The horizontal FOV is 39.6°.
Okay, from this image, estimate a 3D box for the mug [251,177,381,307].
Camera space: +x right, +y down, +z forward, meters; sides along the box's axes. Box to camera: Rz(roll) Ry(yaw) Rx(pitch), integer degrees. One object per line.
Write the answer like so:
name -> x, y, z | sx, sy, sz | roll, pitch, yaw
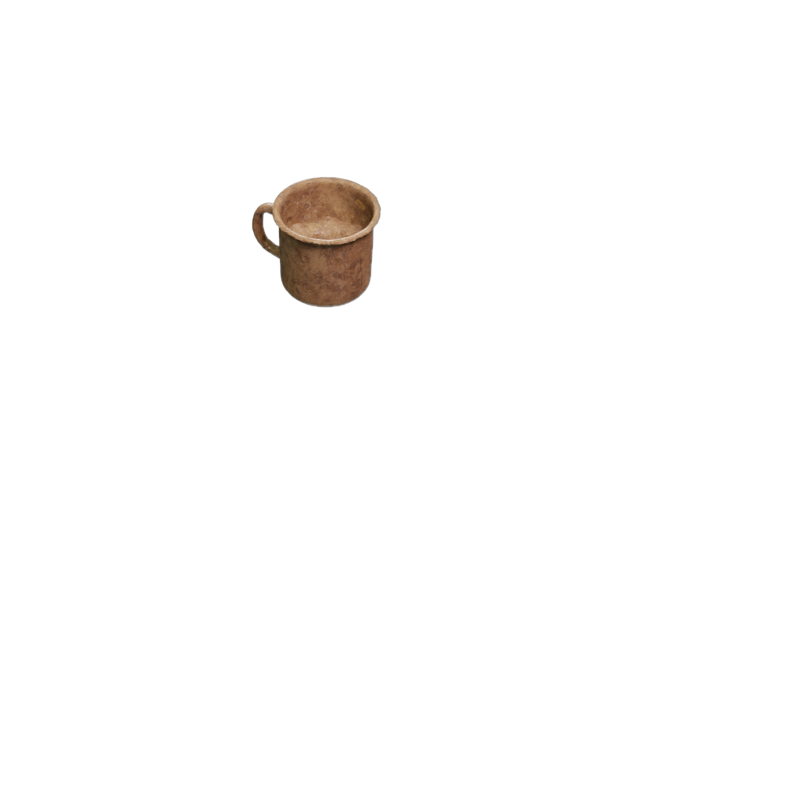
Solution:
mug -> -0.076, -0.139, 0.972 | 0.120, 0.076, 0.097 | 15, 45, 14
